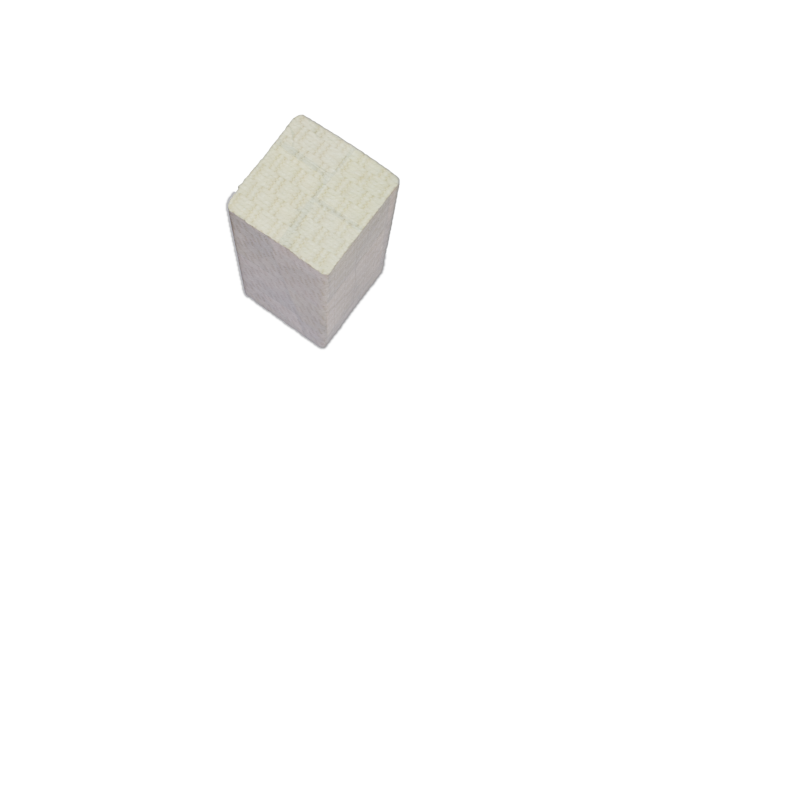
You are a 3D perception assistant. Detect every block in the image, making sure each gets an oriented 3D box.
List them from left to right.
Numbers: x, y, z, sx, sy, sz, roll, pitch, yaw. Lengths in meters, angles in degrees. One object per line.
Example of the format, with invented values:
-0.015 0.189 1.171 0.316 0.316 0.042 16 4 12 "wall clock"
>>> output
-0.068 -0.123 0.859 0.092 0.092 0.199 35 -12 4 "block"
